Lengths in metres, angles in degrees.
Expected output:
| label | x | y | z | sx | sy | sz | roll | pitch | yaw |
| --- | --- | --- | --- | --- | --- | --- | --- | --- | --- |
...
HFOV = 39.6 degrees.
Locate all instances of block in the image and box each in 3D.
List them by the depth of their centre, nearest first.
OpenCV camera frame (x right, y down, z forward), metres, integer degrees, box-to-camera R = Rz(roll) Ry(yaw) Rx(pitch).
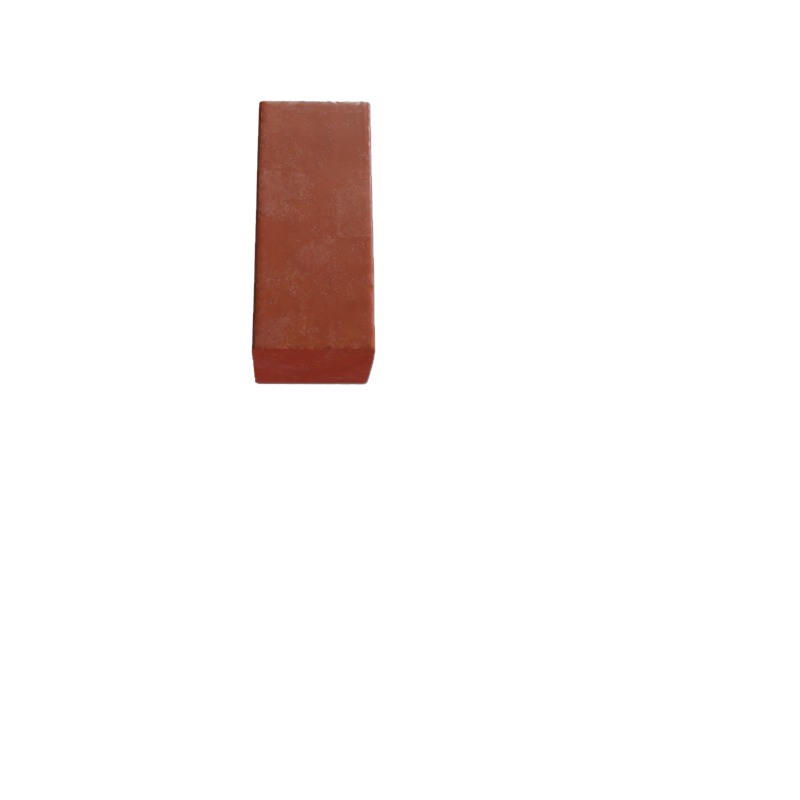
| label | x | y | z | sx | sy | sz | roll | pitch | yaw |
| --- | --- | --- | --- | --- | --- | --- | --- | --- | --- |
| block | -0.068 | -0.124 | 0.871 | 0.090 | 0.217 | 0.086 | 0 | -22 | -3 |
